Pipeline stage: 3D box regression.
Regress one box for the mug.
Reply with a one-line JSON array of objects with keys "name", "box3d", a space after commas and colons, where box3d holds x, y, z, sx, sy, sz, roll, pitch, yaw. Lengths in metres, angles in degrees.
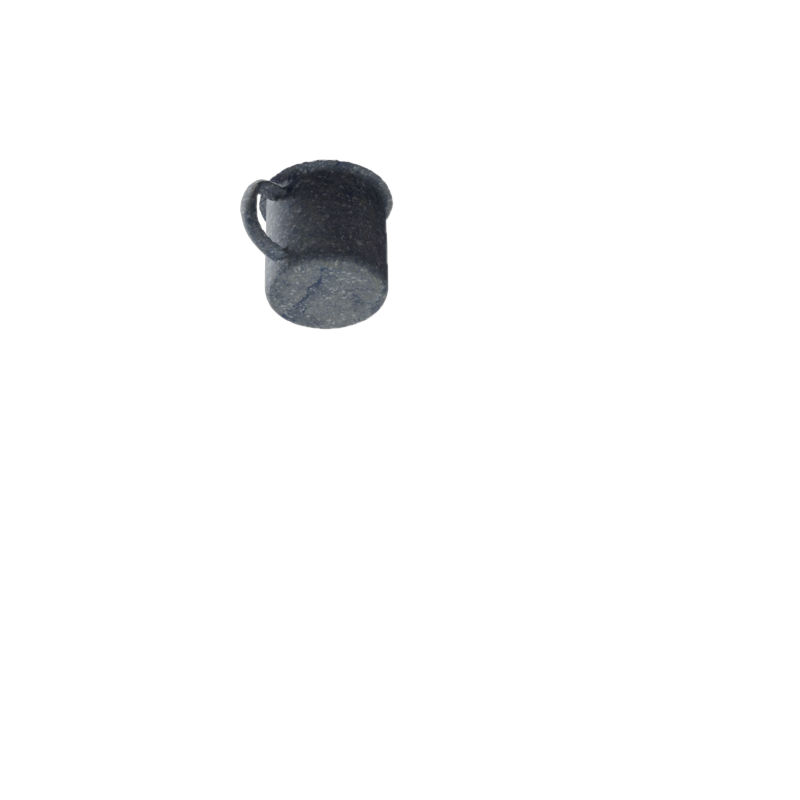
[{"name": "mug", "box3d": [-0.058, -0.106, 0.742, 0.093, 0.087, 0.110, -29, -43, 35]}]
